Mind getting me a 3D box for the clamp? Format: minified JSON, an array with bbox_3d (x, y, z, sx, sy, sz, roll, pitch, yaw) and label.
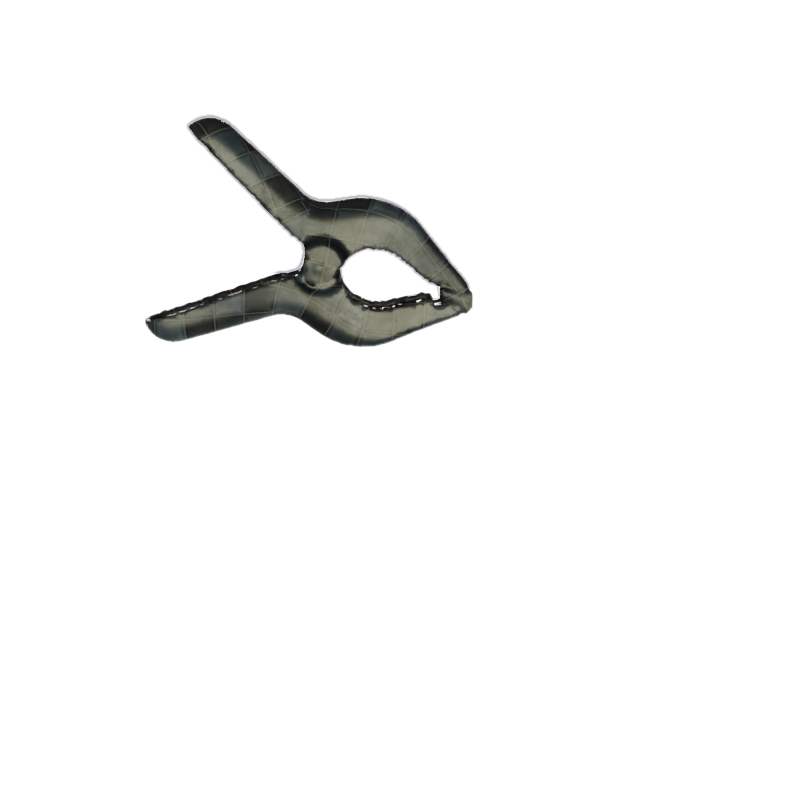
[{"bbox_3d":[-0.046,-0.083,0.583,0.171,0.116,0.041,5,16,-2],"label":"clamp"}]
